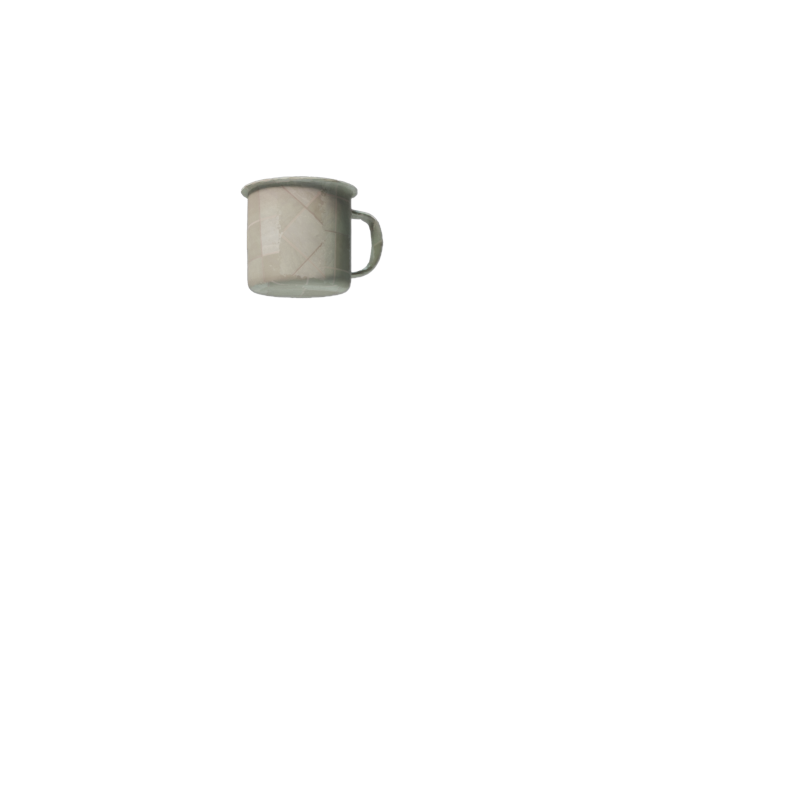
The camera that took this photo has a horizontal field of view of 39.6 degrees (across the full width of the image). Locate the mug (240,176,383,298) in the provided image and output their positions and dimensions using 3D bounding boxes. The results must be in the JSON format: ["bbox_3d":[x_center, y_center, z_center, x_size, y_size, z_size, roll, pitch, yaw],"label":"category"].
[{"bbox_3d":[-0.069,-0.125,0.876,0.113,0.083,0.094,2,-7,-25],"label":"mug"}]
